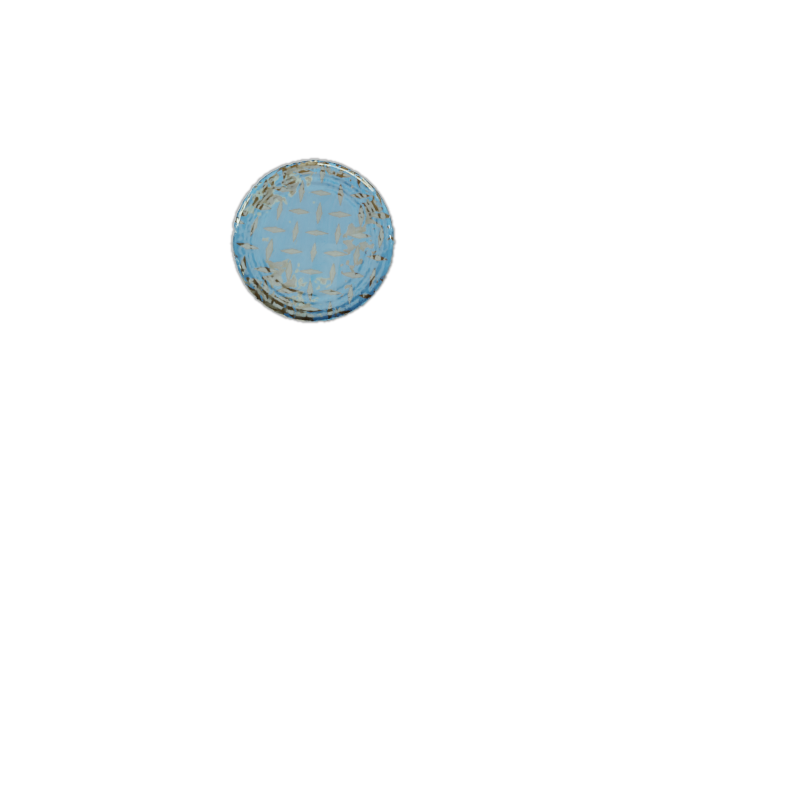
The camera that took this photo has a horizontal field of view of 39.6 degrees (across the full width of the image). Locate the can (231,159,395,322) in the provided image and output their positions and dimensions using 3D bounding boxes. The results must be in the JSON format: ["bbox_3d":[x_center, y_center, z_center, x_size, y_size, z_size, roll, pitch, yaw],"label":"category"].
[{"bbox_3d":[-0.047,-0.086,0.599,0.086,0.086,0.034,0,0,-1],"label":"can"}]
